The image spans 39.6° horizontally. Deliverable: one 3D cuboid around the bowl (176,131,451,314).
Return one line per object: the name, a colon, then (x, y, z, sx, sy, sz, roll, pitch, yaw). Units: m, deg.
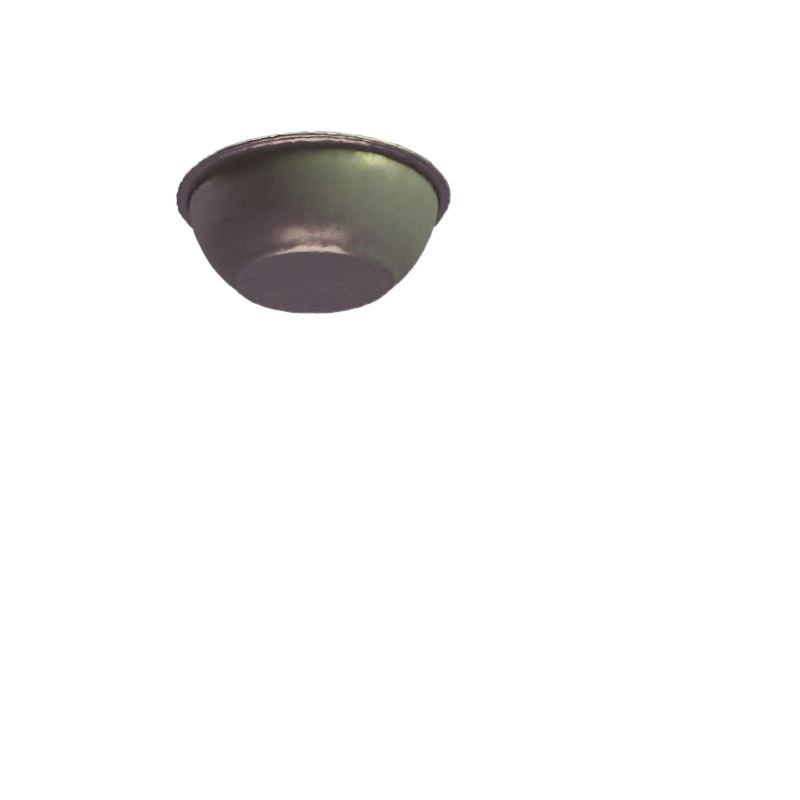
bowl: (-0.050, -0.092, 0.645, 0.162, 0.058, 0.154, 0, -19, -2)
